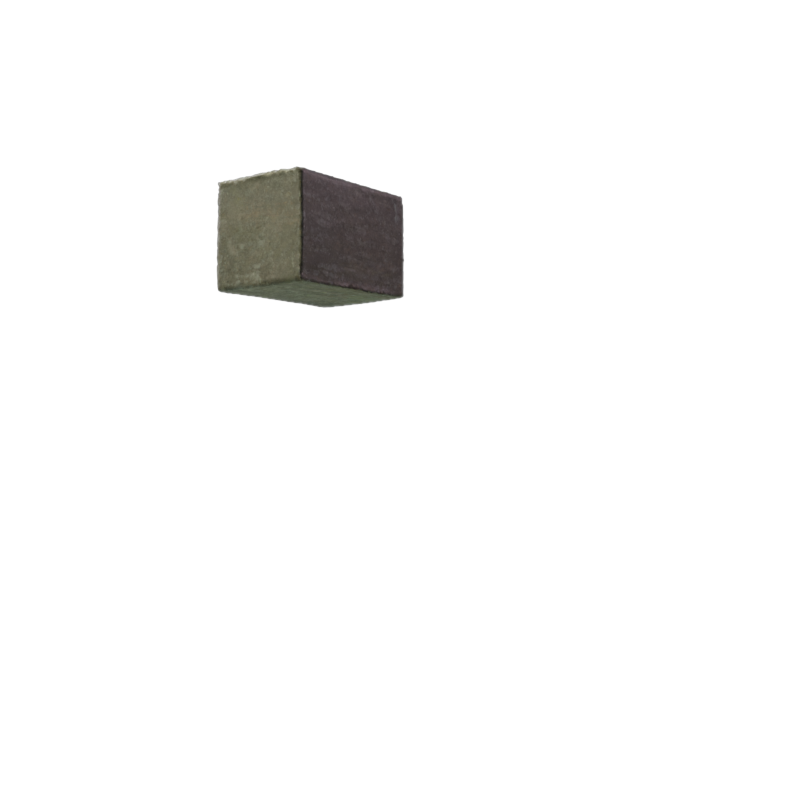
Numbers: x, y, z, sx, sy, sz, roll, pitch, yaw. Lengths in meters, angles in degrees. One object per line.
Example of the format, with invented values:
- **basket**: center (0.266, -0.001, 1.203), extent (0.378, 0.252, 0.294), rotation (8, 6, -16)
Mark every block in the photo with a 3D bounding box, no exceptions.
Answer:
- **block**: center (-0.041, -0.074, 0.518), extent (0.054, 0.052, 0.074), rotation (-5, -7, 37)
